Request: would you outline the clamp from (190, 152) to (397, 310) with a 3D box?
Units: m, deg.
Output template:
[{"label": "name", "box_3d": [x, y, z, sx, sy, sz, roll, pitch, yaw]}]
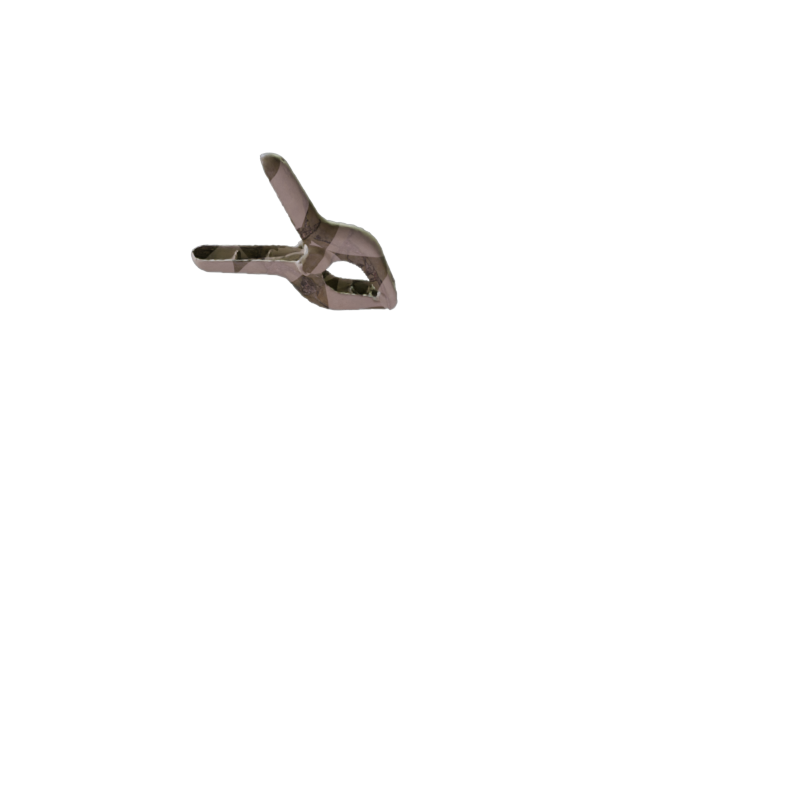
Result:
[{"label": "clamp", "box_3d": [-0.070, -0.127, 0.893, 0.166, 0.042, 0.116, 19, -49, -17]}]
